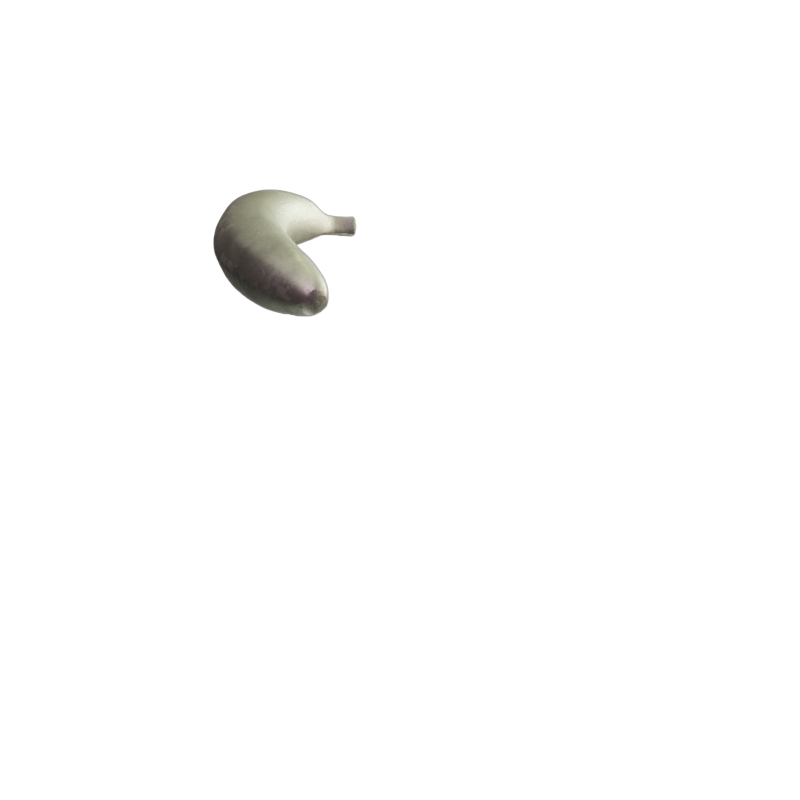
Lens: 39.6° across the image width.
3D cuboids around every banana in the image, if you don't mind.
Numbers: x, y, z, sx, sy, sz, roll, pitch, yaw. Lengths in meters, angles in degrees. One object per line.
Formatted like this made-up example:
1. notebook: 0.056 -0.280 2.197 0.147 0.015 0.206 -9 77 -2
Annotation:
1. banana: -0.063 -0.083 0.573 0.070 0.035 0.204 1 20 2
